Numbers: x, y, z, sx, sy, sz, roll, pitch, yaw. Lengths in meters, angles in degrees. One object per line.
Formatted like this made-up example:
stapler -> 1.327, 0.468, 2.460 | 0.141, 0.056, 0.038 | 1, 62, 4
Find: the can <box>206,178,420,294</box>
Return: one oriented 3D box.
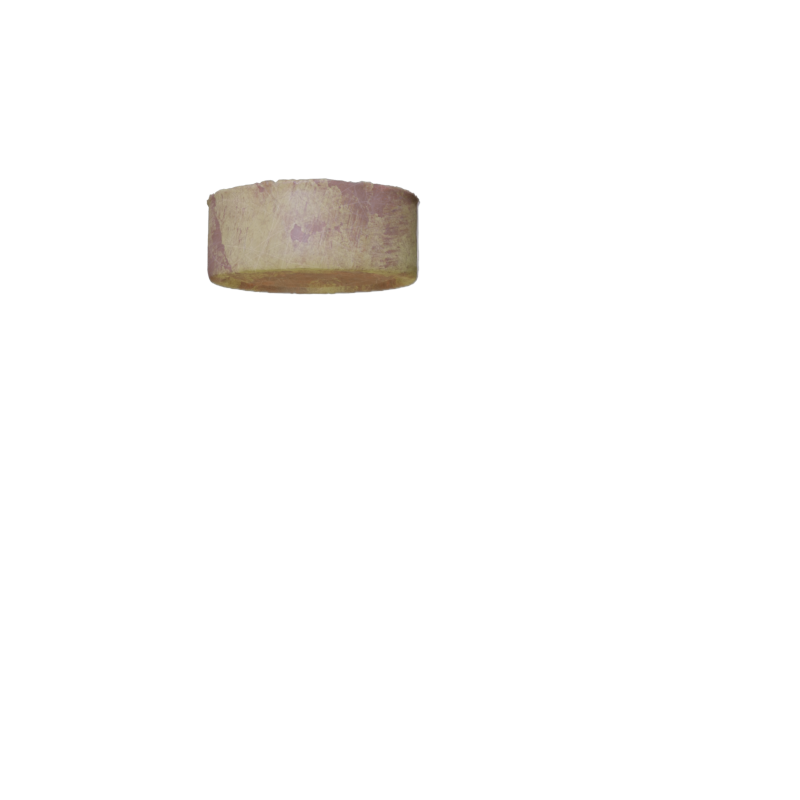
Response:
can -> -0.035, -0.063, 0.444 | 0.086, 0.034, 0.085 | 0, -2, -2
